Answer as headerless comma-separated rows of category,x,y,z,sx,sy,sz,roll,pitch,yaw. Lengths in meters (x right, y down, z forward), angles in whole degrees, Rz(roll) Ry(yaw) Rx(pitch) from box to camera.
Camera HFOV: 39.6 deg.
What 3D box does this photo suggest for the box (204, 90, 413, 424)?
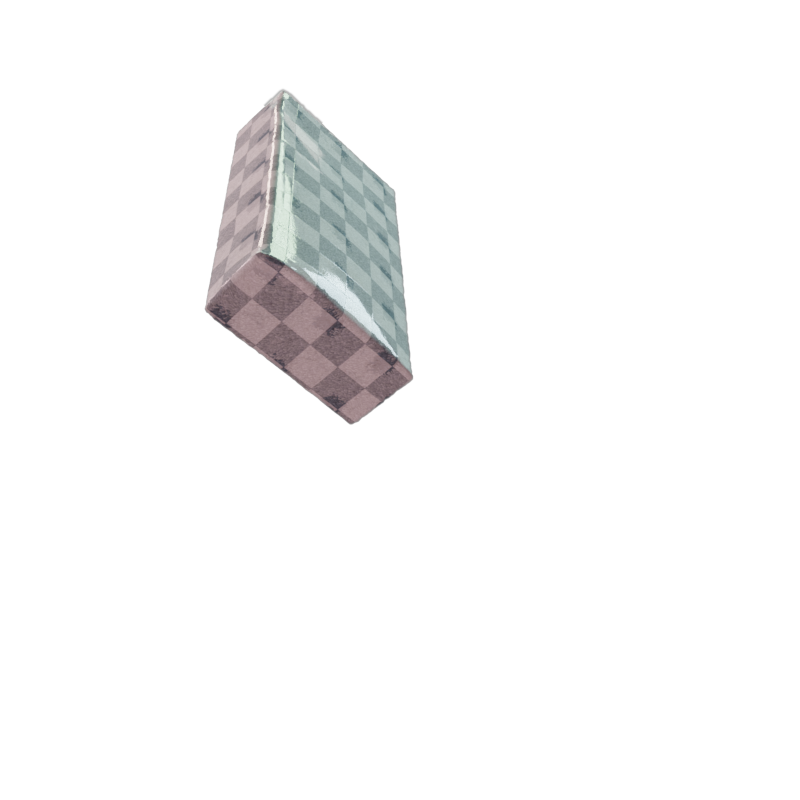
box,-0.043,-0.078,0.552,0.088,0.047,0.188,39,24,-25
